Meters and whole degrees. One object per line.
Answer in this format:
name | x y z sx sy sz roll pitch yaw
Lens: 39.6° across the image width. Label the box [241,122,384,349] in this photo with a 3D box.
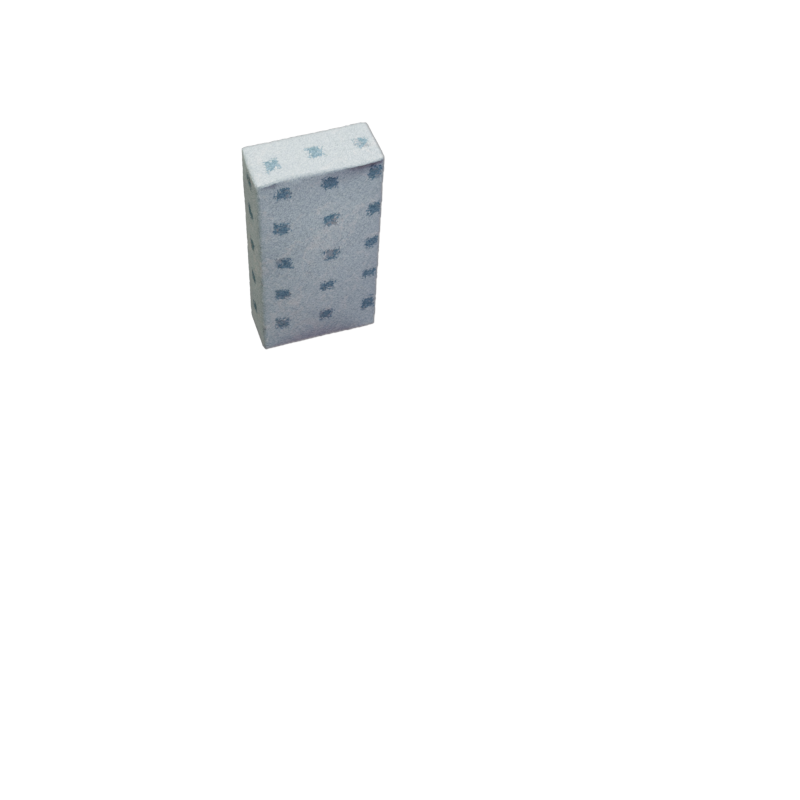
box | -0.063 -0.115 0.805 0.092 0.052 0.165 -14 -34 -13
